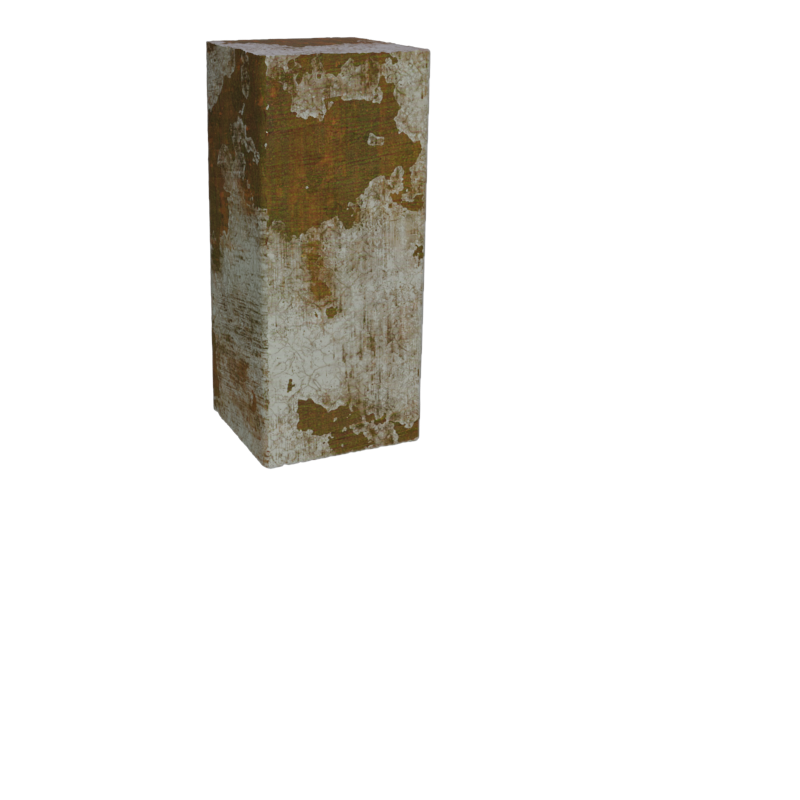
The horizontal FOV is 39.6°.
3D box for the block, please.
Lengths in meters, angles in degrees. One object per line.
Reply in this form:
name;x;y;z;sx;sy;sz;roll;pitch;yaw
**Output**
block;-0.046;-0.084;0.585;0.089;0.199;0.096;-7;19;-25
